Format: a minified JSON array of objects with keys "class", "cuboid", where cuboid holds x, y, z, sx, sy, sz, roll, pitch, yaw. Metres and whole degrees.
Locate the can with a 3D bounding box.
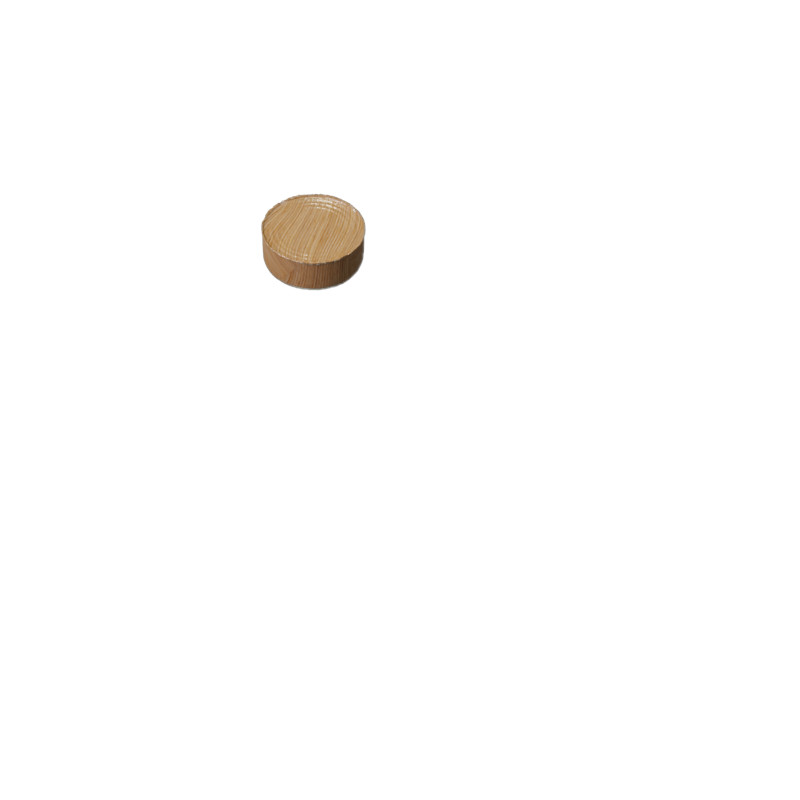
[{"class":"can","cuboid":[-0.072,-0.131,0.918,0.086,0.092,0.031,-1,-44,-1]}]
